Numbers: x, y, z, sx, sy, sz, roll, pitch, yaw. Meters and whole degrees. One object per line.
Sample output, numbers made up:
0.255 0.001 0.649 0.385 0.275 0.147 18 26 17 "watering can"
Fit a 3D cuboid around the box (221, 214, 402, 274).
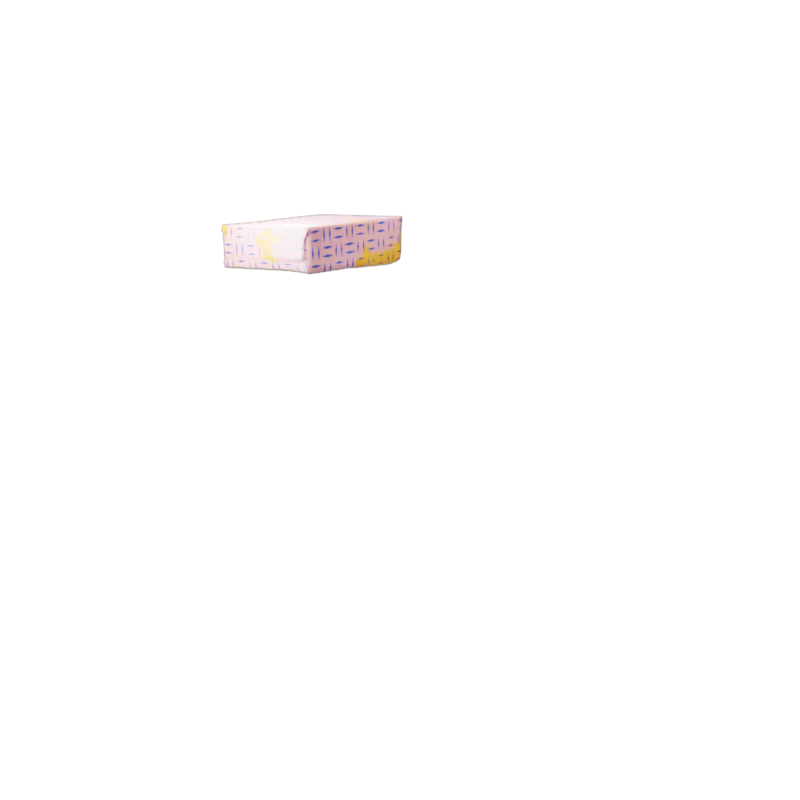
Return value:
-0.066 -0.121 0.849 0.094 0.038 0.110 9 14 39 "box"
